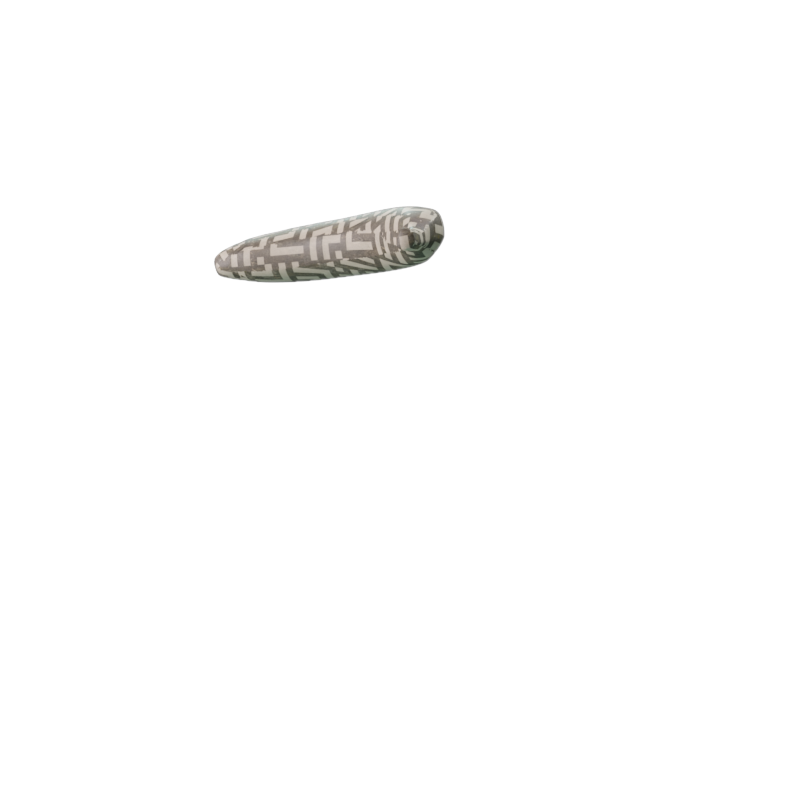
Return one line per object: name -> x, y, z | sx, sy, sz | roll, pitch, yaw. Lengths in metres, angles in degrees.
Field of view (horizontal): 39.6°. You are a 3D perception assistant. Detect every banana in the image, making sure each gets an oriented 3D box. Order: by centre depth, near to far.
banana -> -0.037, -0.096, 0.684 | 0.067, 0.037, 0.204 | 2, -2, -40
